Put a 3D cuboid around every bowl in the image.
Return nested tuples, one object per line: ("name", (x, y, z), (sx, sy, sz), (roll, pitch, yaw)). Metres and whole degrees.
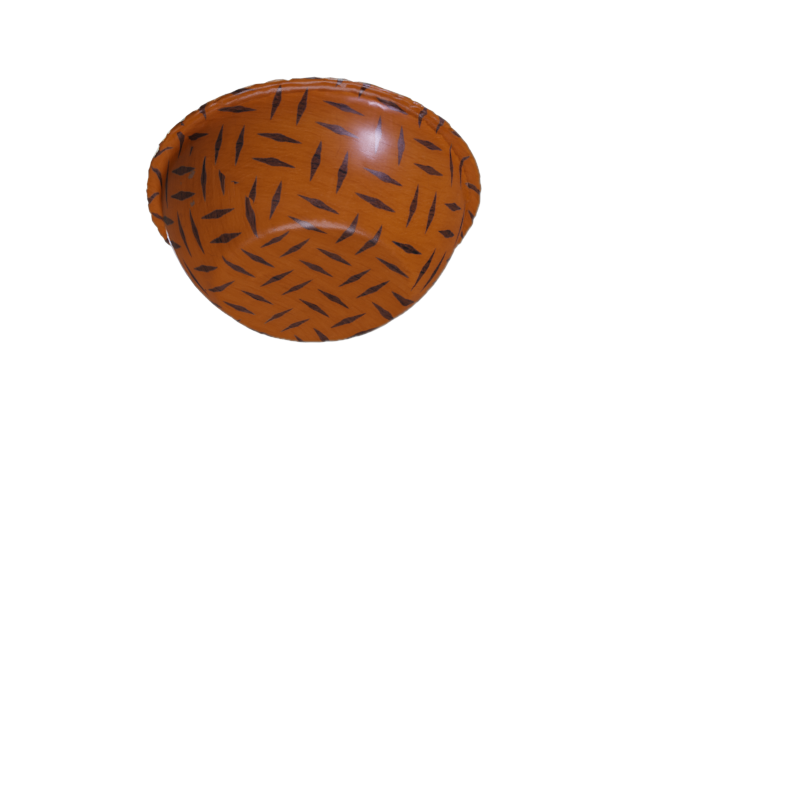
("bowl", (-0.041, -0.074, 0.521), (0.162, 0.059, 0.151), (1, -34, -2))
